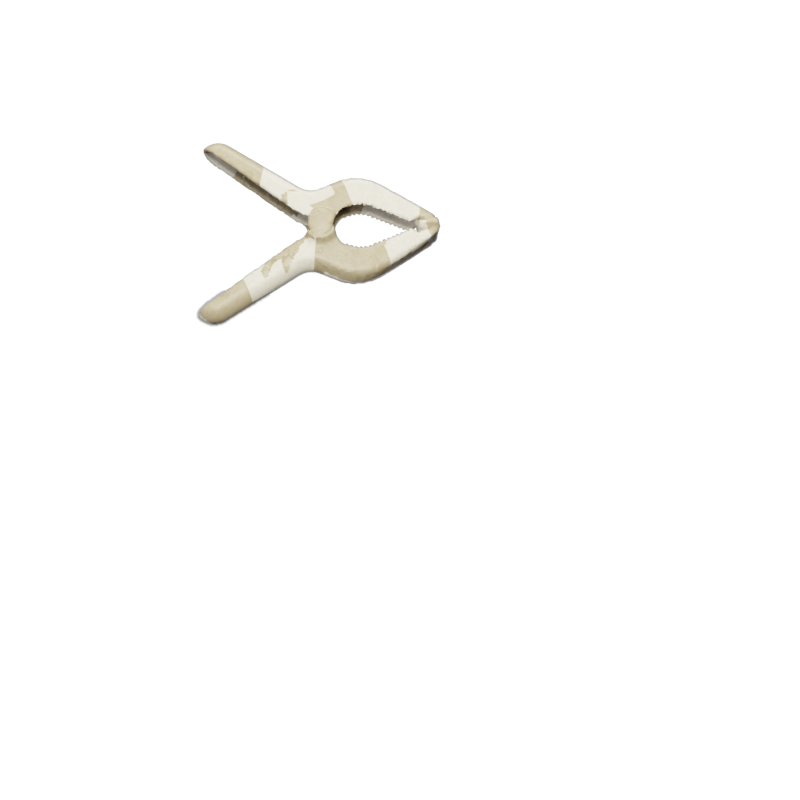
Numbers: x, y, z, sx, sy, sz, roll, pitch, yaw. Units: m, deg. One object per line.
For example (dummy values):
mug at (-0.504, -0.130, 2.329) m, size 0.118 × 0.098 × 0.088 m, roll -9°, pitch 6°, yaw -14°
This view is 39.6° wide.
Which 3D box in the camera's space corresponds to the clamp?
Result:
clamp at (-0.074, -0.134, 0.940) m, size 0.210 × 0.172 × 0.035 m, roll 5°, pitch -20°, yaw 2°
